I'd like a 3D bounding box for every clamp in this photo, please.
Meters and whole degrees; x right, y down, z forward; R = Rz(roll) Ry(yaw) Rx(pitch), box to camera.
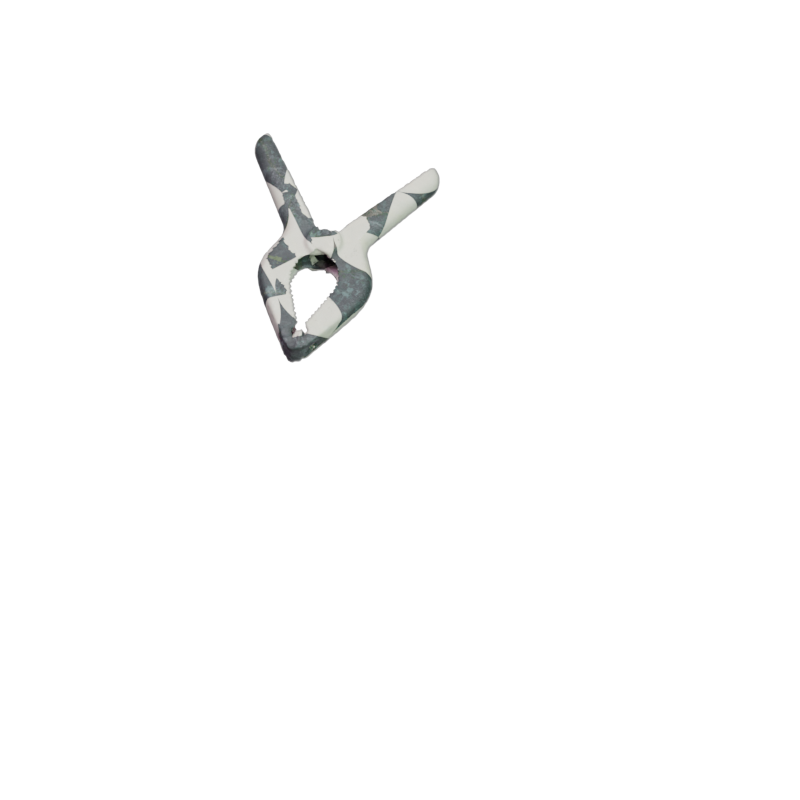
[{"bbox_3d":[-0.073,-0.133,0.933,0.168,0.219,0.034,17,-28,9],"label":"clamp"}]
